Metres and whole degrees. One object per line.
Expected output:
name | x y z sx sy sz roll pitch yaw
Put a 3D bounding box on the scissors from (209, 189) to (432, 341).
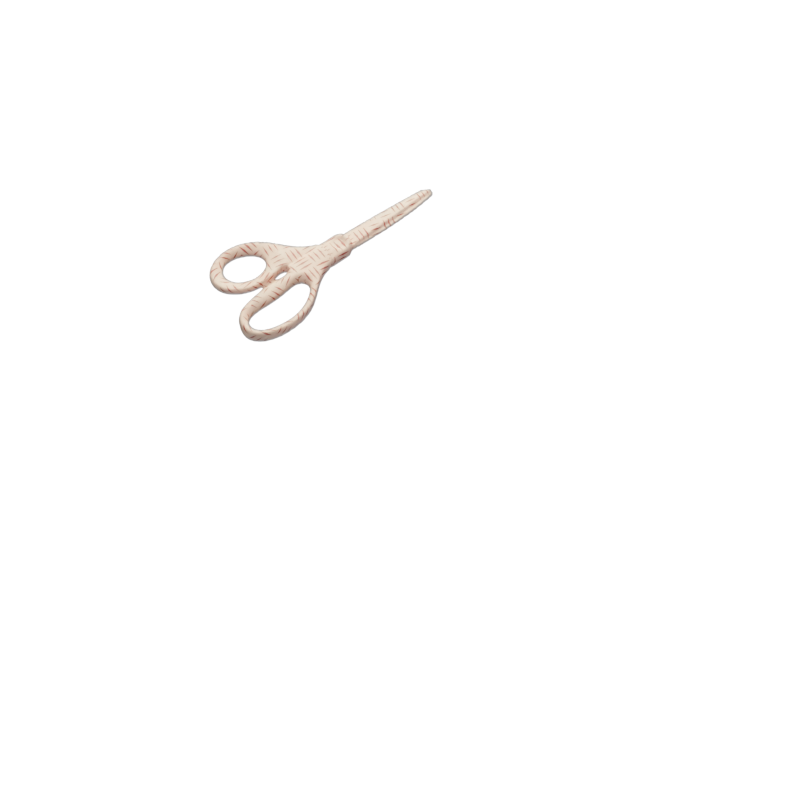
scissors | -0.069 -0.125 0.877 0.101 0.206 0.015 29 -31 19
